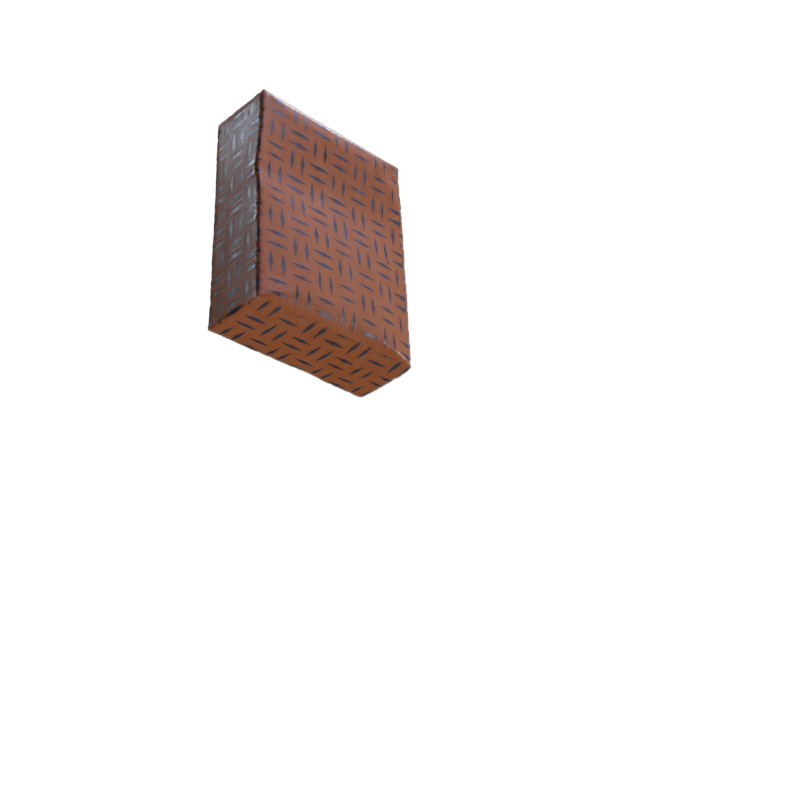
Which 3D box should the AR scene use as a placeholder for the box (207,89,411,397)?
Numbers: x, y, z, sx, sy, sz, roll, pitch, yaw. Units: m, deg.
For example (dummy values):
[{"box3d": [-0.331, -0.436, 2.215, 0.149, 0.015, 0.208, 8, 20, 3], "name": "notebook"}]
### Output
[{"box3d": [-0.072, -0.131, 0.918, 0.154, 0.229, 0.071, 25, -42, -35], "name": "box"}]
